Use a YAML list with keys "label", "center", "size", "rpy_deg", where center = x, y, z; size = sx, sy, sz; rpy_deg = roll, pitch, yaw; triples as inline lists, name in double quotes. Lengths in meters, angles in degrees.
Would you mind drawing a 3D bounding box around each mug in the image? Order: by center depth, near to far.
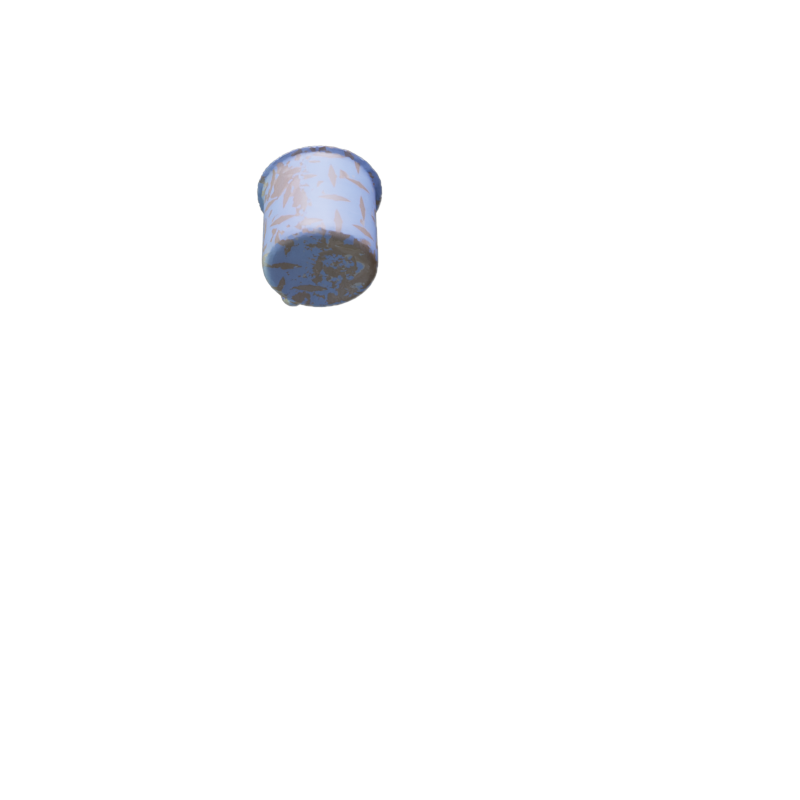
- label: "mug"
  center: [-0.063, -0.115, 0.802]
  size: [0.090, 0.087, 0.113]
  rpy_deg: [17, -45, -20]
